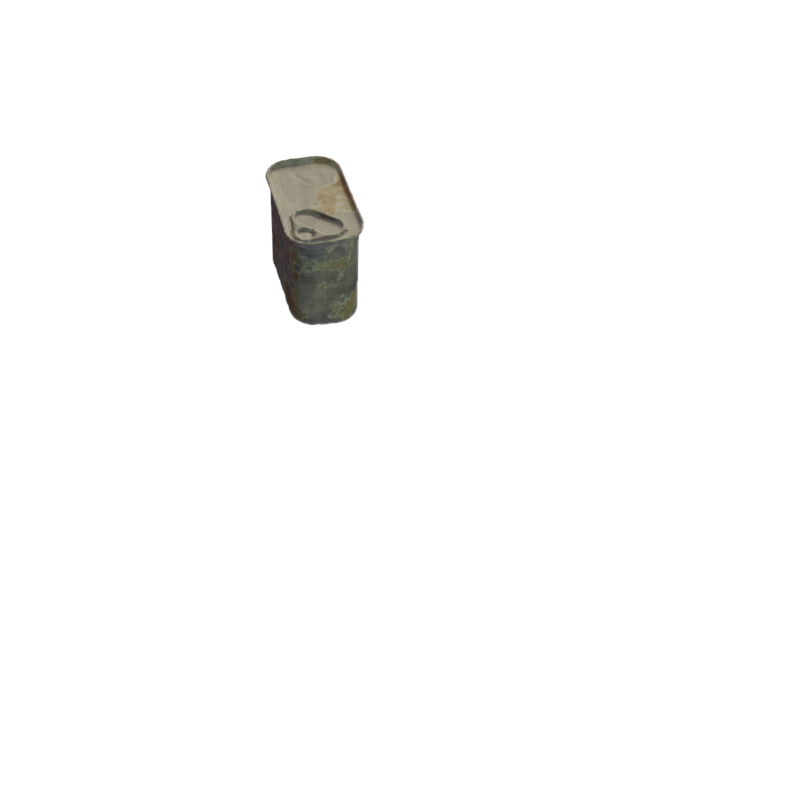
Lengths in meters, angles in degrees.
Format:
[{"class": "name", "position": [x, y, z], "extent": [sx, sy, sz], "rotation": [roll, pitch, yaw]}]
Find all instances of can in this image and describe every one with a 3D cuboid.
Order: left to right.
[{"class": "can", "position": [-0.065, -0.118, 0.826], "extent": [0.057, 0.078, 0.110], "rotation": [-9, 45, -12]}]
